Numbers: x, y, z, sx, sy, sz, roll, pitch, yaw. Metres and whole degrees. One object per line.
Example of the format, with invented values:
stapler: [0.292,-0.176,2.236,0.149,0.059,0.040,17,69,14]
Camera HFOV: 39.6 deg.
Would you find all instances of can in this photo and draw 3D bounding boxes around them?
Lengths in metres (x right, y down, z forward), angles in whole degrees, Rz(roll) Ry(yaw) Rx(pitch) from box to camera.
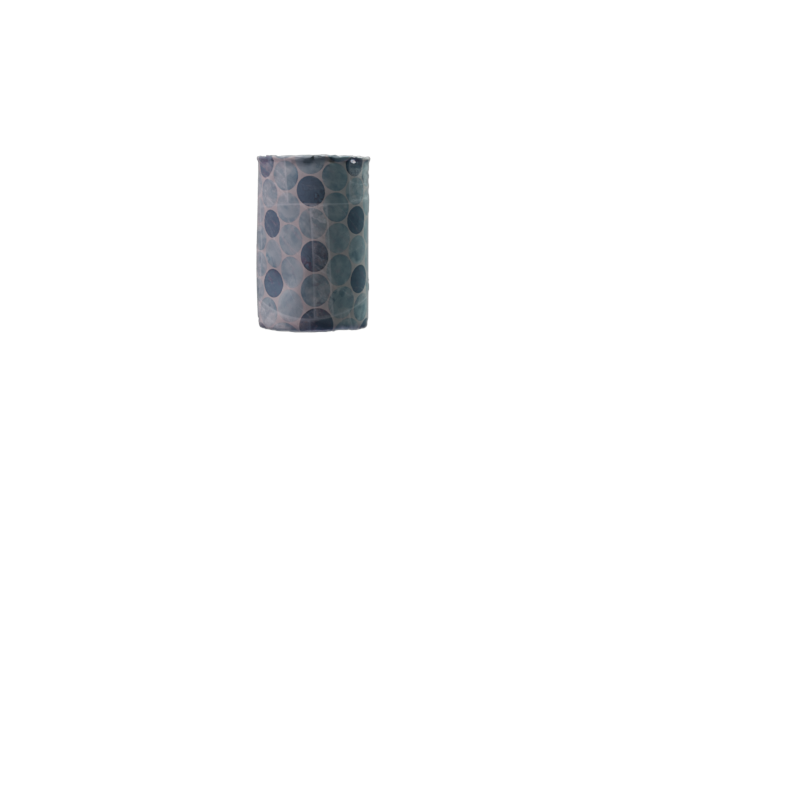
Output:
can: [-0.052,-0.095,0.663,0.068,0.101,0.069,0,4,-2]
